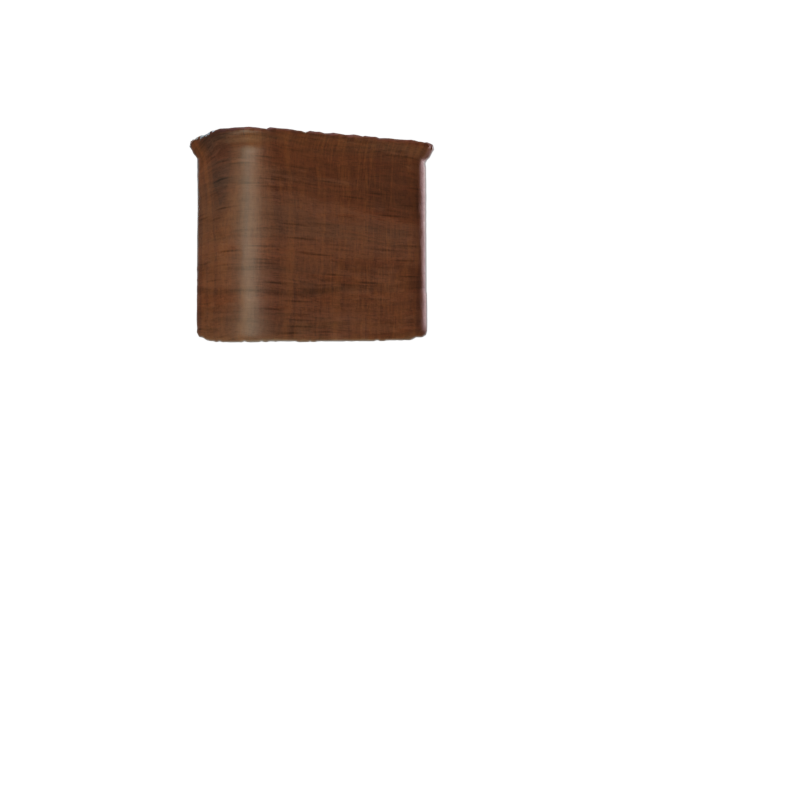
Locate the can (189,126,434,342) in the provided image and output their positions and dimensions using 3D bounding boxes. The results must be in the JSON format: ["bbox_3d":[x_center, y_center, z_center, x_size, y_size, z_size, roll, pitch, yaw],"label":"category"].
[{"bbox_3d":[-0.037,-0.067,0.467,0.098,0.084,0.059,0,-2,-30],"label":"can"}]
